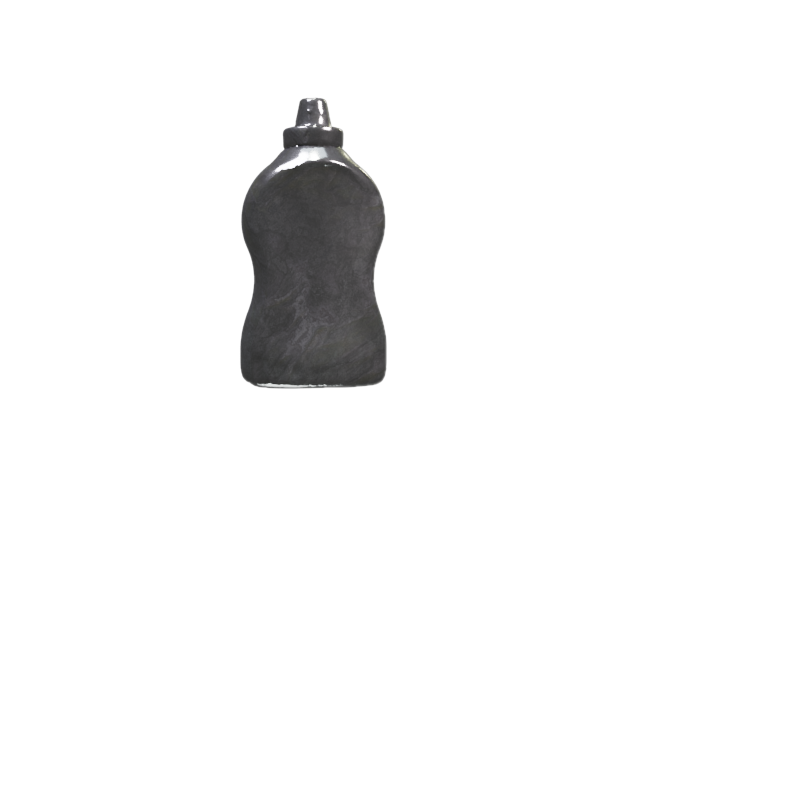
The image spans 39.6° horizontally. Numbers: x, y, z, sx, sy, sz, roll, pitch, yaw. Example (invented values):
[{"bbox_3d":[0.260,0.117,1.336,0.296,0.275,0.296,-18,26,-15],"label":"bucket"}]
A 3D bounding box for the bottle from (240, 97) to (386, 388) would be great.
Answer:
[{"bbox_3d":[-0.058,-0.106,0.743,0.094,0.192,0.059,0,-1,-12],"label":"bottle"}]
